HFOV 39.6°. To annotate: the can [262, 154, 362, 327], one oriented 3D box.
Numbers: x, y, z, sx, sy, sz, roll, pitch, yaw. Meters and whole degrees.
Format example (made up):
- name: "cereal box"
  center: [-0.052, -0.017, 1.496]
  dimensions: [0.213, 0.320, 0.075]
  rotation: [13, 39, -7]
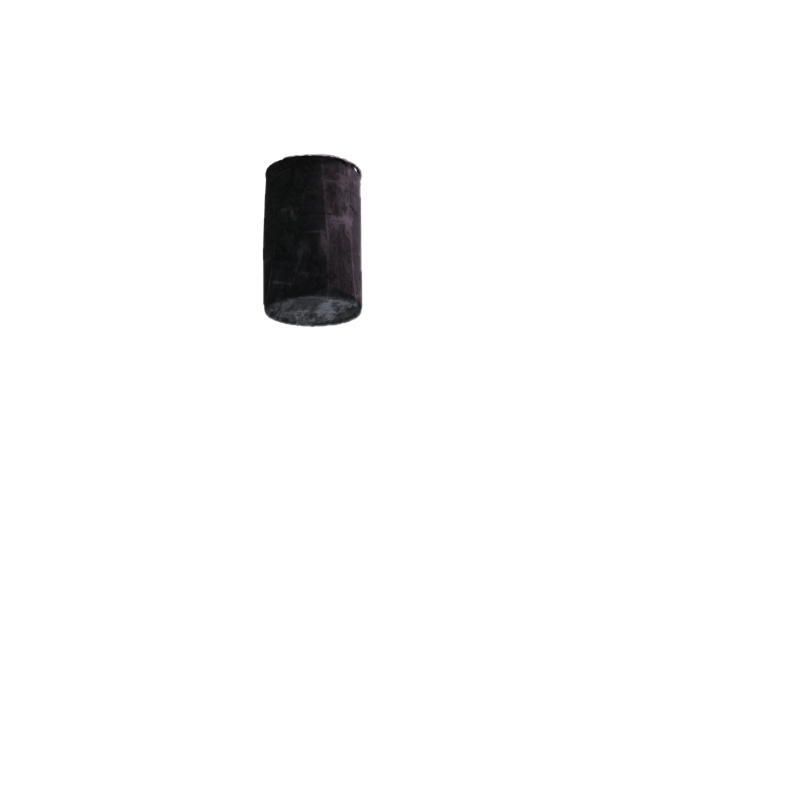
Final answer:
- name: "can"
  center: [-0.059, -0.108, 0.757]
  dimensions: [0.068, 0.107, 0.066]
  rotation: [0, -19, -2]
